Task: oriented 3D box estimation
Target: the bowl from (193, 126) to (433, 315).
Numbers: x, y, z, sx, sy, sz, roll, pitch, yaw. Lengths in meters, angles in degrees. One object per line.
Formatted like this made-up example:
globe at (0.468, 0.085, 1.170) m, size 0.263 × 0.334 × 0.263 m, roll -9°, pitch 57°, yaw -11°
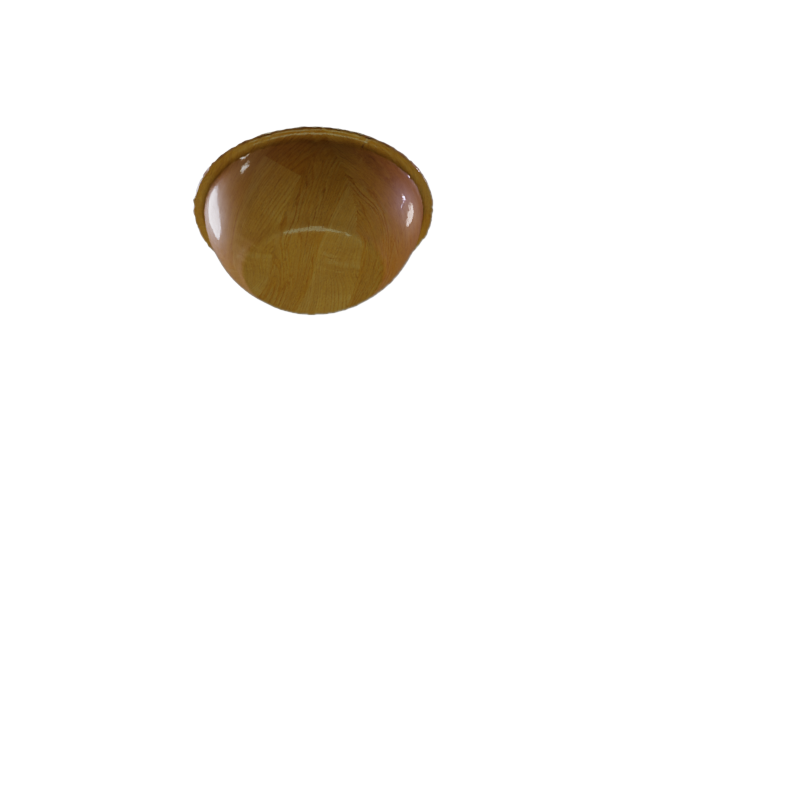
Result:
bowl at (-0.057, -0.105, 0.733) m, size 0.162 × 0.059 × 0.151 m, roll 1°, pitch -35°, yaw -2°
